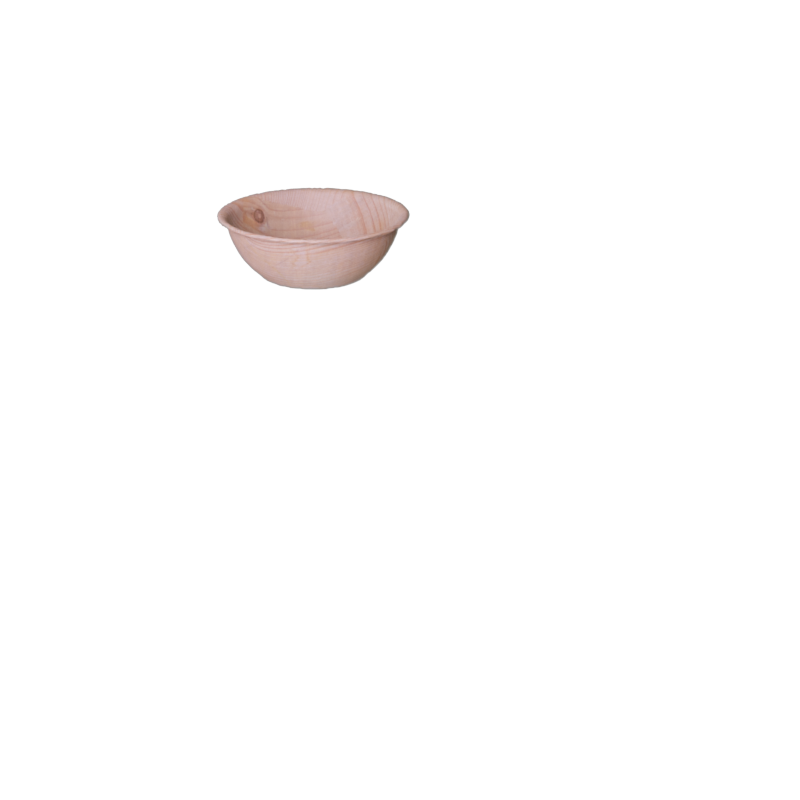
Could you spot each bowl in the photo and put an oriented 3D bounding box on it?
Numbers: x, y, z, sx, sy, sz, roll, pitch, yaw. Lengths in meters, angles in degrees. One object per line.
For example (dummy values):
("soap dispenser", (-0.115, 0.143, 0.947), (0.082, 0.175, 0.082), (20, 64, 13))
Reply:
("bowl", (-0.074, -0.134, 0.941), (0.162, 0.052, 0.170), (-1, 24, -2))
